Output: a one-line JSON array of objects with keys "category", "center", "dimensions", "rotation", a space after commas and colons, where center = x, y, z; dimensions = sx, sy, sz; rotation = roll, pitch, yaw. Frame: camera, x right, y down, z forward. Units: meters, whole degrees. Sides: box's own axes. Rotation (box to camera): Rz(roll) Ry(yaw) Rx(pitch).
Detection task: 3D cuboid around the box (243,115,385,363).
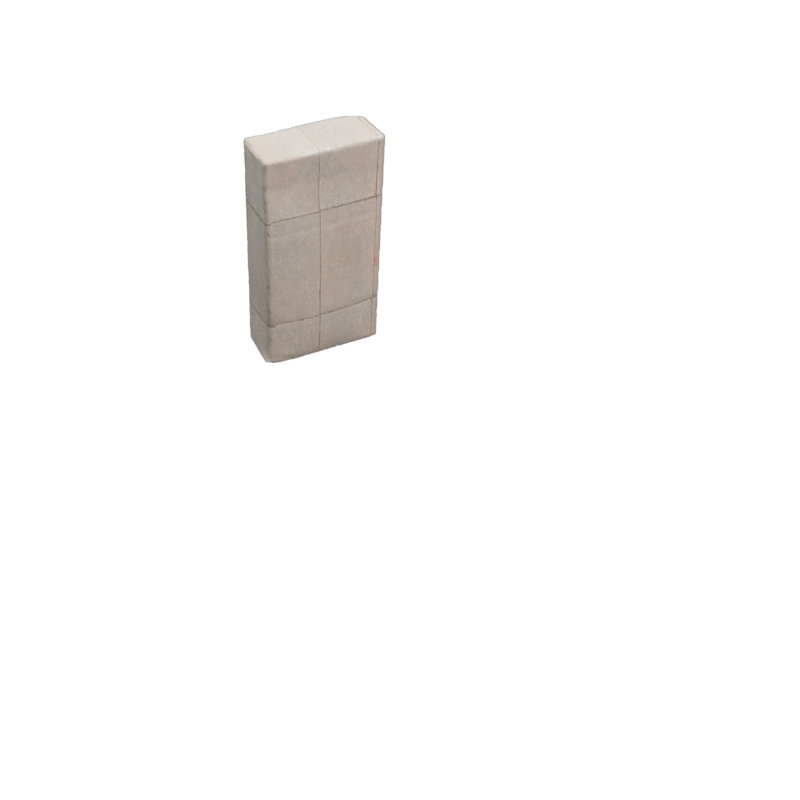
[{"category": "box", "center": [-0.063, -0.115, 0.802], "dimensions": [0.092, 0.165, 0.052], "rotation": [-15, 39, -23]}]
